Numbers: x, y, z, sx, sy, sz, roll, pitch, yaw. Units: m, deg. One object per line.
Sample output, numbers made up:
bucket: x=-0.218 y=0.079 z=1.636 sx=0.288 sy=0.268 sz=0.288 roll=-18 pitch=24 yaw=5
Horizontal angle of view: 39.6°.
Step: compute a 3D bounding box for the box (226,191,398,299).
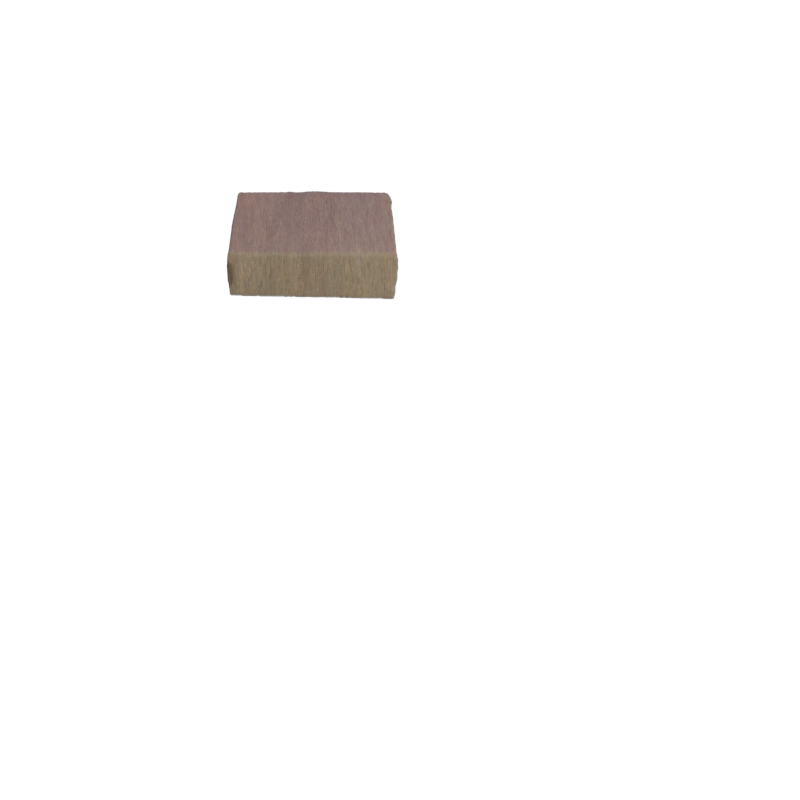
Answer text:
box: x=-0.047 y=-0.086 z=0.604 sx=0.089 sy=0.028 sz=0.078 roll=0 pitch=34 yaw=-1
